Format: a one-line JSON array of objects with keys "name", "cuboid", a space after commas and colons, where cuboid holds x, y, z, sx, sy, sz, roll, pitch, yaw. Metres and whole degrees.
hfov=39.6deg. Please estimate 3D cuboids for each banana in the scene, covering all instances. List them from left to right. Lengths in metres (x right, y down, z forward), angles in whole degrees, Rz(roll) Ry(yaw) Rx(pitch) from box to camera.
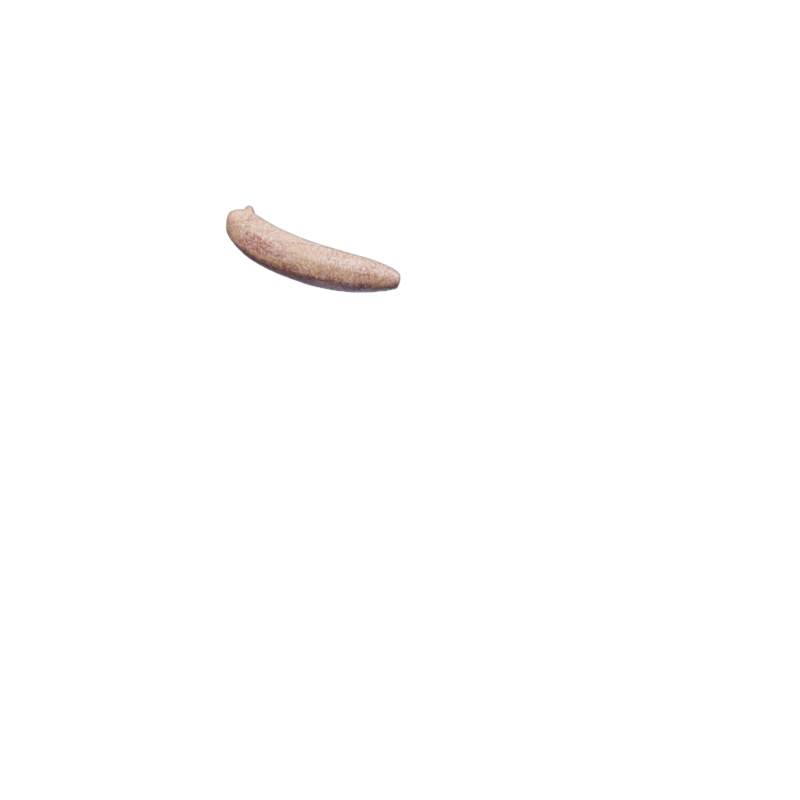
[{"name": "banana", "cuboid": [-0.093, -0.135, 0.985, 0.211, 0.034, 0.070, 30, 45, 34]}]
